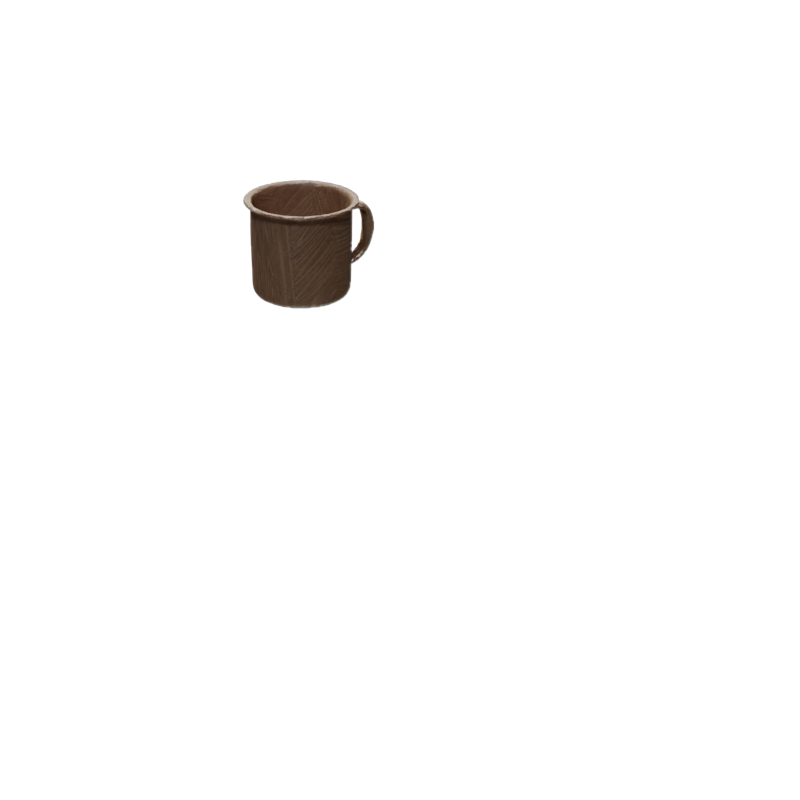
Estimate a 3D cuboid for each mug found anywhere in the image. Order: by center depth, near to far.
[{"bbox_3d":[-0.071,-0.130,0.909,0.115,0.077,0.100,-19,32,-34],"label":"mug"}]
